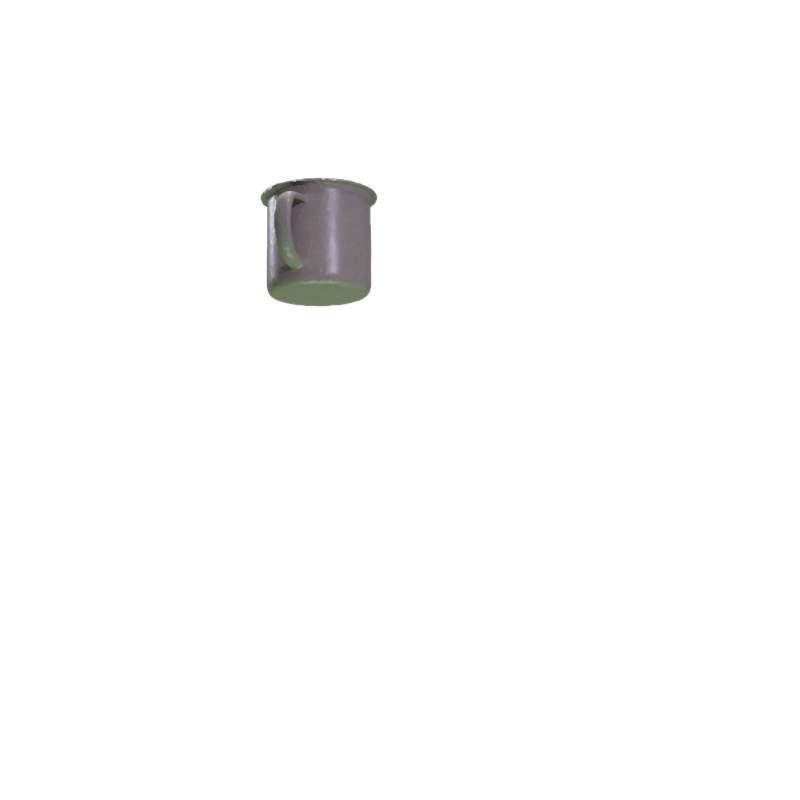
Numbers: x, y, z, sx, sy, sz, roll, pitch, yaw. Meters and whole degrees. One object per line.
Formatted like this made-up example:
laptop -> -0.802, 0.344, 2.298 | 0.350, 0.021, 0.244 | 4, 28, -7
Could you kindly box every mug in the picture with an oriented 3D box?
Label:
mug -> -0.067, -0.123, 0.860 | 0.095, 0.084, 0.111 | -5, -12, 18
